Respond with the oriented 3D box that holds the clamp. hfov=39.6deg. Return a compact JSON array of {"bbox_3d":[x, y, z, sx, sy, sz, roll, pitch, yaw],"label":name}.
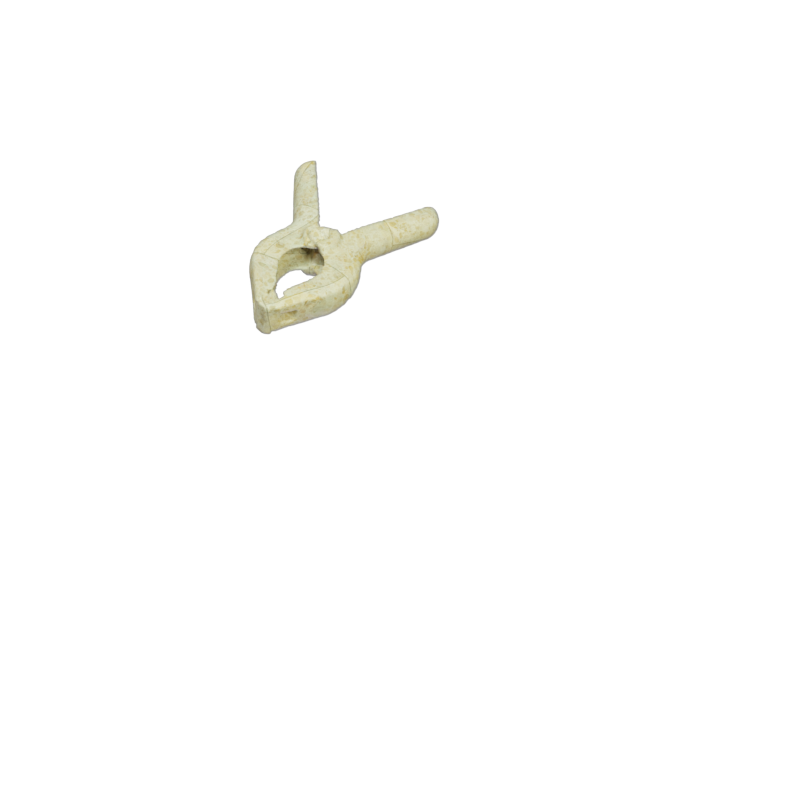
[{"bbox_3d":[-0.064,-0.116,0.814,0.127,0.037,0.174,26,47,26],"label":"clamp"}]
